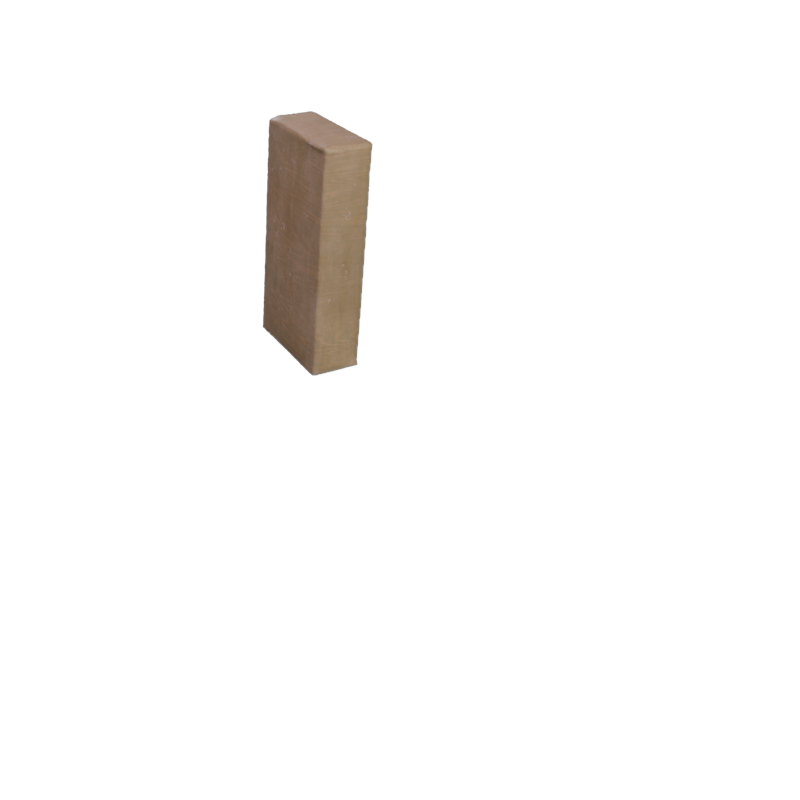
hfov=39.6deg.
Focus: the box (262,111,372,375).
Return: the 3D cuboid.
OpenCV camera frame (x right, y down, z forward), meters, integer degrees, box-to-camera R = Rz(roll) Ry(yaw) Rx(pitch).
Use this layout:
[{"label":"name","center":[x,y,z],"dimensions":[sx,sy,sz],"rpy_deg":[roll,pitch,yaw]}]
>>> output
[{"label":"box","center":[-0.065,-0.118,0.826],"dimensions":[0.047,0.167,0.100],"rpy_deg":[-11,28,-28]}]
